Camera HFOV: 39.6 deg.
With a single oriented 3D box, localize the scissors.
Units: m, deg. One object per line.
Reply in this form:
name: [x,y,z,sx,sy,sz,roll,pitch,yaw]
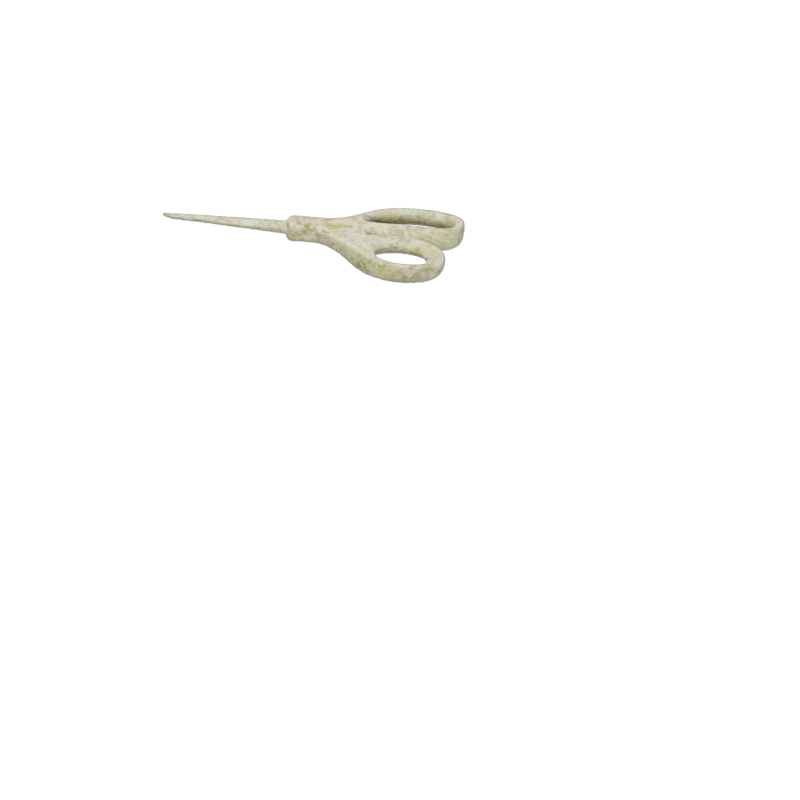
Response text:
scissors: [-0.056,-0.103,0.721,0.201,0.015,0.102,-2,32,-3]
